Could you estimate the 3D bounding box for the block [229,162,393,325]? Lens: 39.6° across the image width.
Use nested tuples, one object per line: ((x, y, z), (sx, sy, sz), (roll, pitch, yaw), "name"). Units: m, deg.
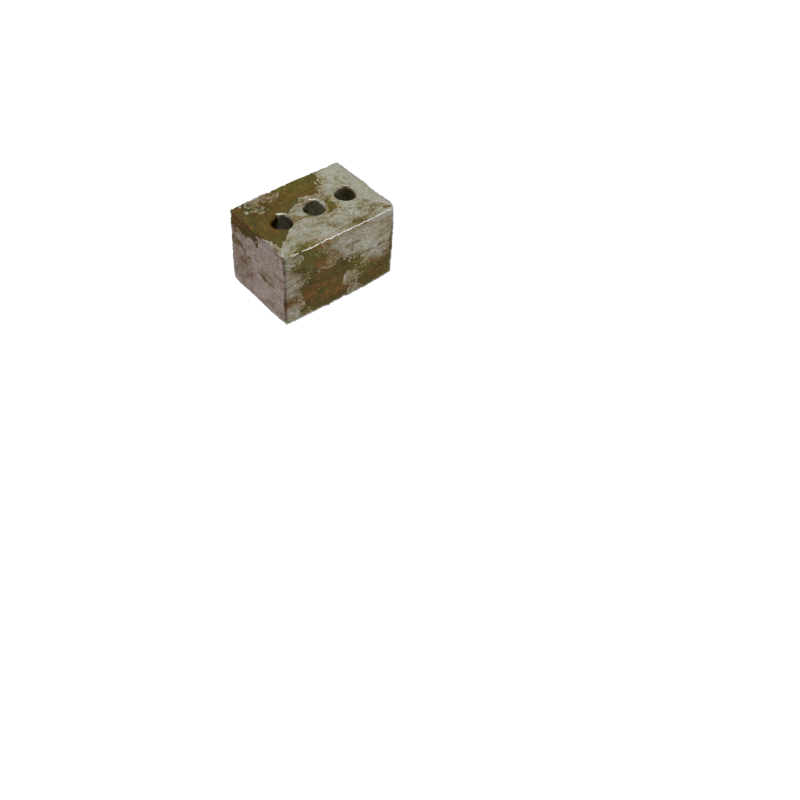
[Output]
((-0.049, -0.089, 0.626), (0.078, 0.048, 0.057), (-30, 52, -28), "block")
